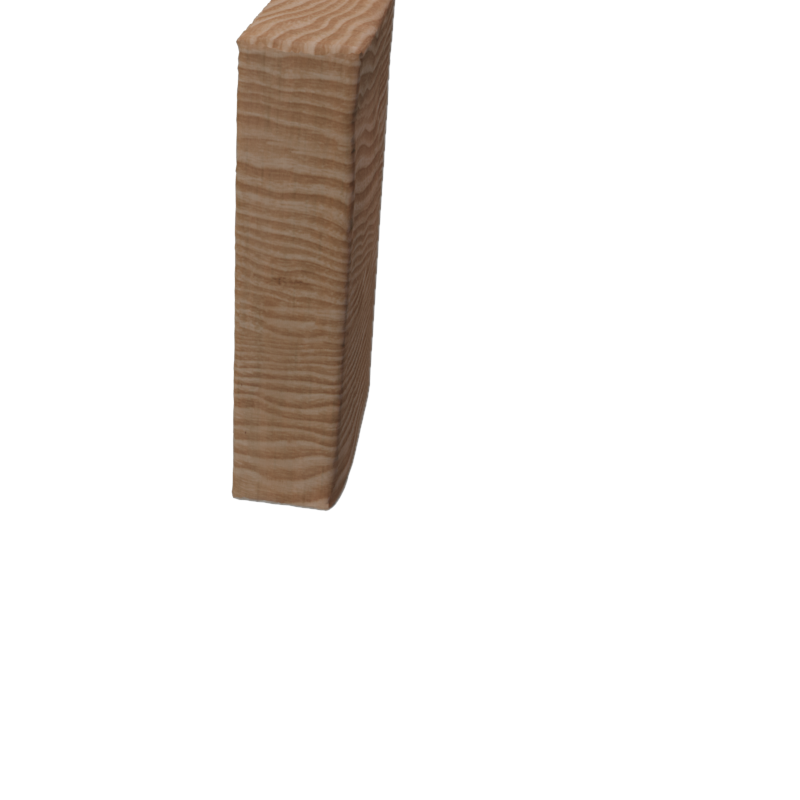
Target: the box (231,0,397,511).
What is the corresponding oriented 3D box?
[{"bbox_3d":[-0.032,-0.058,0.406,0.049,0.166,0.098,5,28,5],"label":"box"}]
